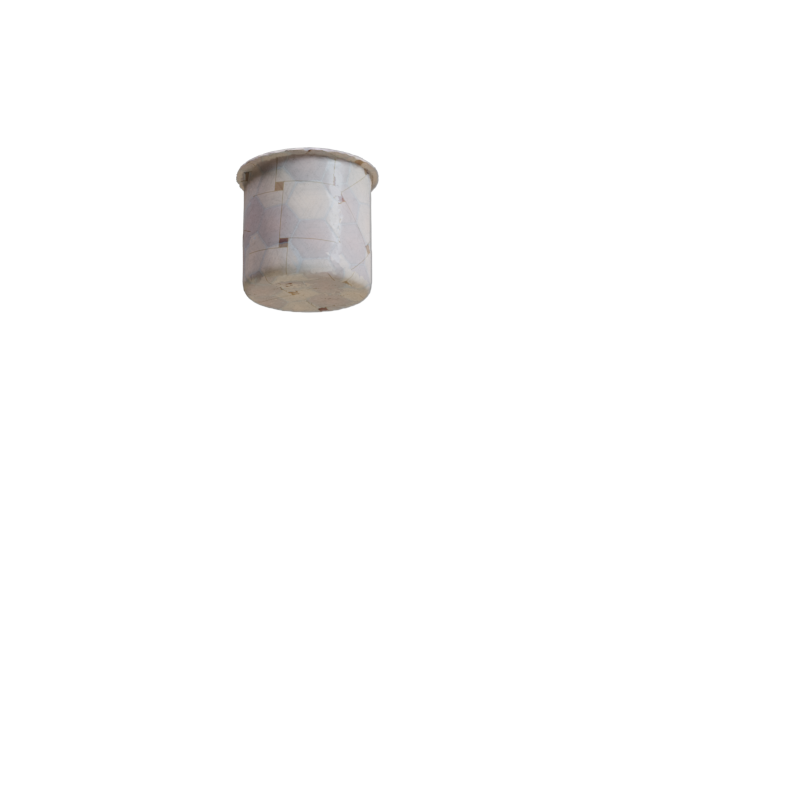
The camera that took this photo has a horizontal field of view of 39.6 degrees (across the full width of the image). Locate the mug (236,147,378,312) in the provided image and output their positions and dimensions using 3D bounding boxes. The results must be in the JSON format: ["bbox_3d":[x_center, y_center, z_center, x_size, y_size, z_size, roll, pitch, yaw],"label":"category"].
[{"bbox_3d":[-0.056,-0.102,0.718,0.095,0.085,0.110,-5,-16,15],"label":"mug"}]
